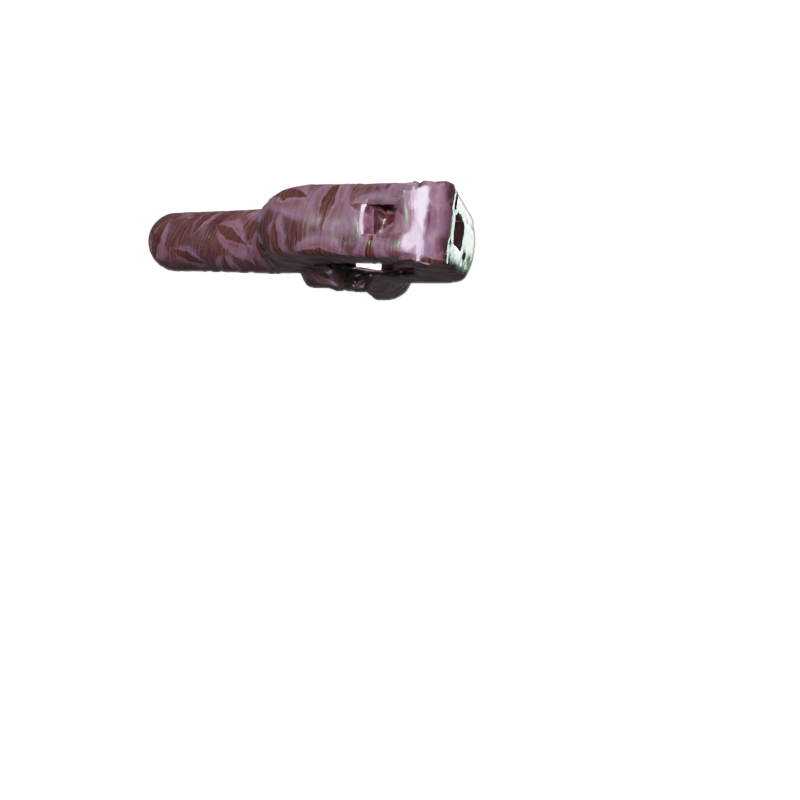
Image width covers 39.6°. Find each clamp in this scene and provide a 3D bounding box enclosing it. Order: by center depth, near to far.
[{"bbox_3d":[-0.033,-0.061,0.427,0.118,0.040,0.172,0,-1,-14],"label":"clamp"}]
